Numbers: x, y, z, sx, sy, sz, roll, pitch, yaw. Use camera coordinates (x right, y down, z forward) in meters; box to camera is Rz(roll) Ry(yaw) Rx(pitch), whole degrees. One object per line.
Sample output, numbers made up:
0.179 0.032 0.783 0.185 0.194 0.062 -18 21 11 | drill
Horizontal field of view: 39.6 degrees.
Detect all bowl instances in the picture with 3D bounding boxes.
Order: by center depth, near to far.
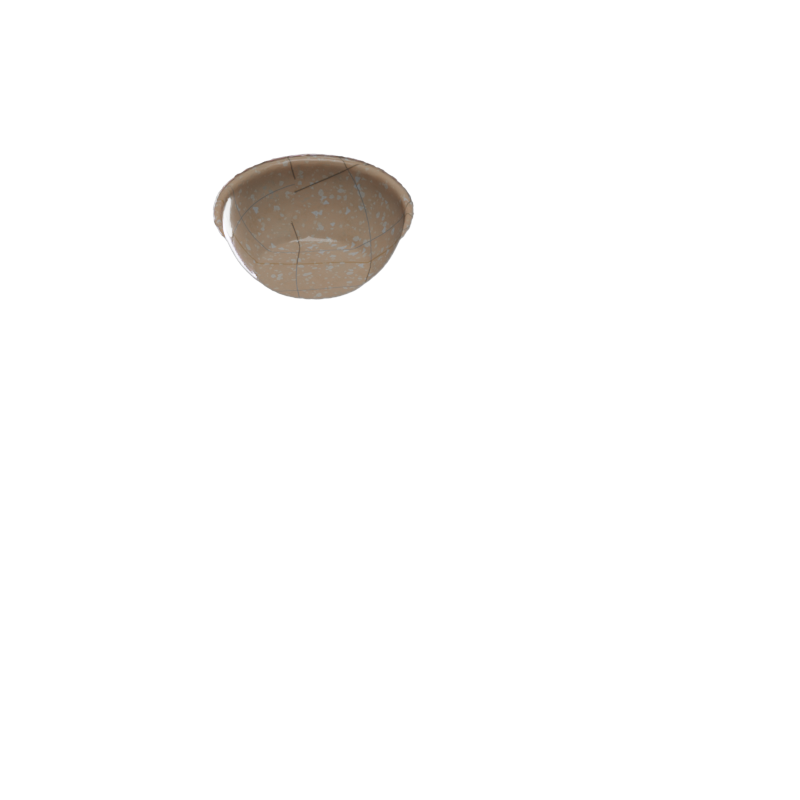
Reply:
-0.069 -0.125 0.879 0.162 0.058 0.153 1 -27 -2 | bowl
